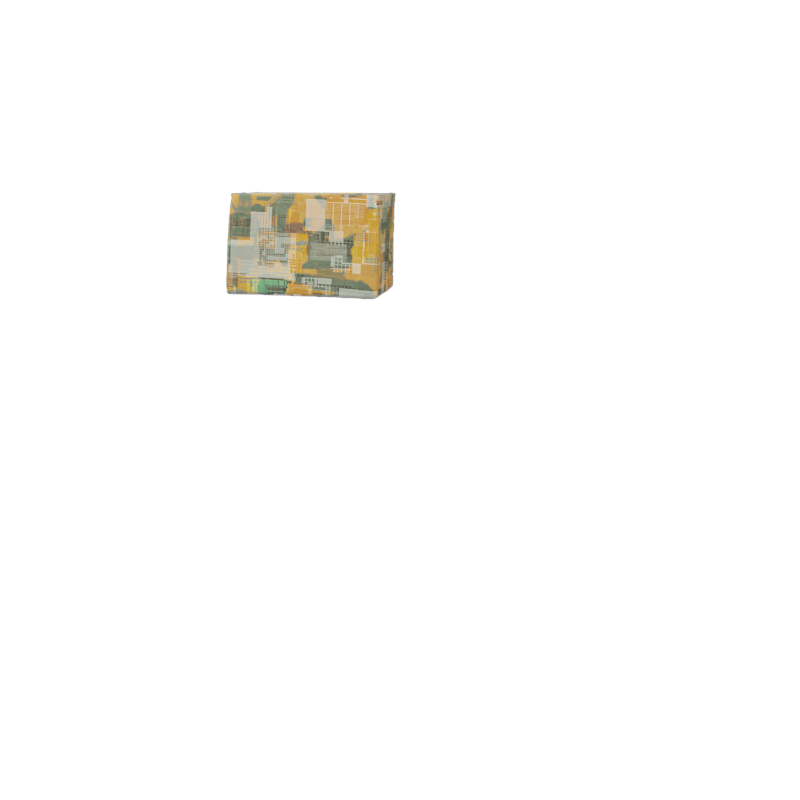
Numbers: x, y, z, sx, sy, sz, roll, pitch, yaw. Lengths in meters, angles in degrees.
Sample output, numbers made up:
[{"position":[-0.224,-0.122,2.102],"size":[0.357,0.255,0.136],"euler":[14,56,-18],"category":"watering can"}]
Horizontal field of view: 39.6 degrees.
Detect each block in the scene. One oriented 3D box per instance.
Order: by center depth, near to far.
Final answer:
[{"position":[-0.045,-0.081,0.569],"size":[0.079,0.050,0.053],"euler":[2,9,12],"category":"block"}]
